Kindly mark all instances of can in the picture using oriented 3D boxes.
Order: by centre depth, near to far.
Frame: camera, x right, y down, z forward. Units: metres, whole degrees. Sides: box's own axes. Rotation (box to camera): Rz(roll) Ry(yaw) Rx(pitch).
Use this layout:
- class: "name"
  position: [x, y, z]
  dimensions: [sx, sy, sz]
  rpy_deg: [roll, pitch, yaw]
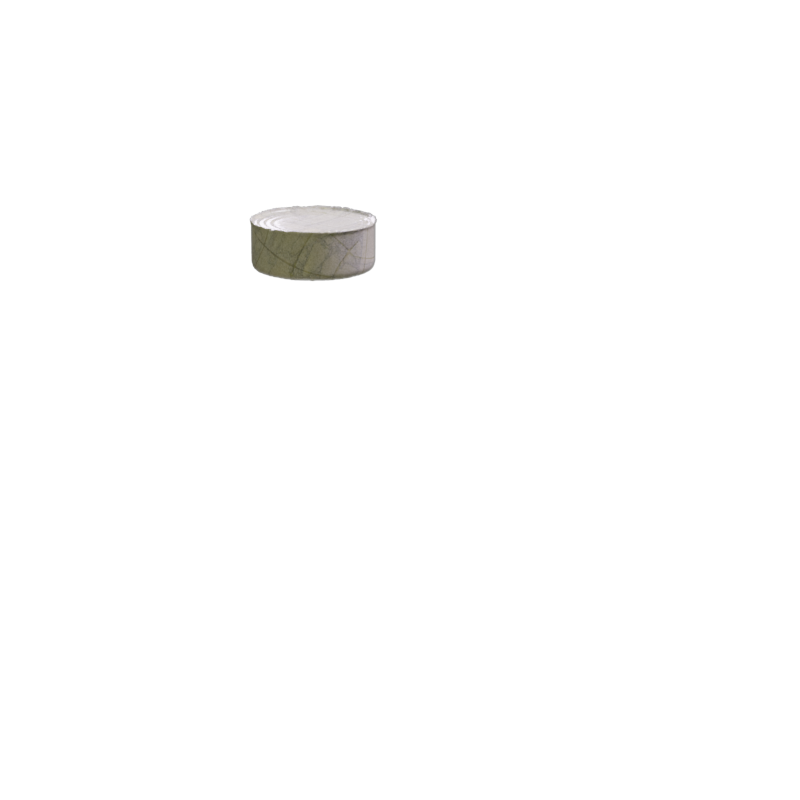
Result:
- class: "can"
  position: [-0.059, -0.107, 0.751]
  dimensions: [0.086, 0.032, 0.089]
  rpy_deg: [-1, 20, -2]
